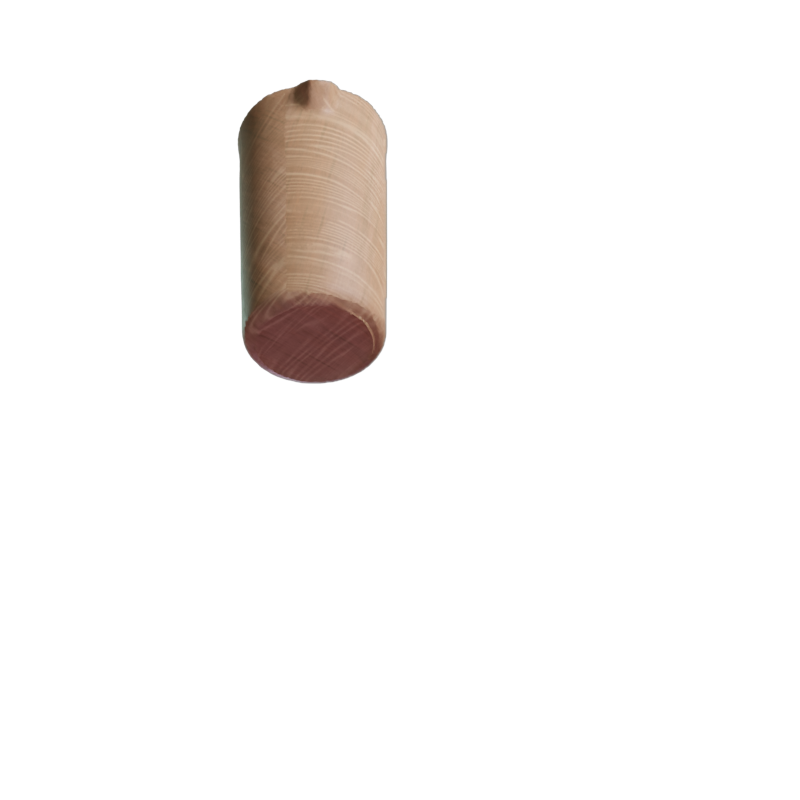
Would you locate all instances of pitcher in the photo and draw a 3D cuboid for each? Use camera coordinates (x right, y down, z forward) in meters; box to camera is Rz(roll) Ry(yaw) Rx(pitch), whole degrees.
[{"bbox_3d":[-0.071,-0.130,0.911,0.145,0.261,0.139,-29,-48,26],"label":"pitcher"}]
